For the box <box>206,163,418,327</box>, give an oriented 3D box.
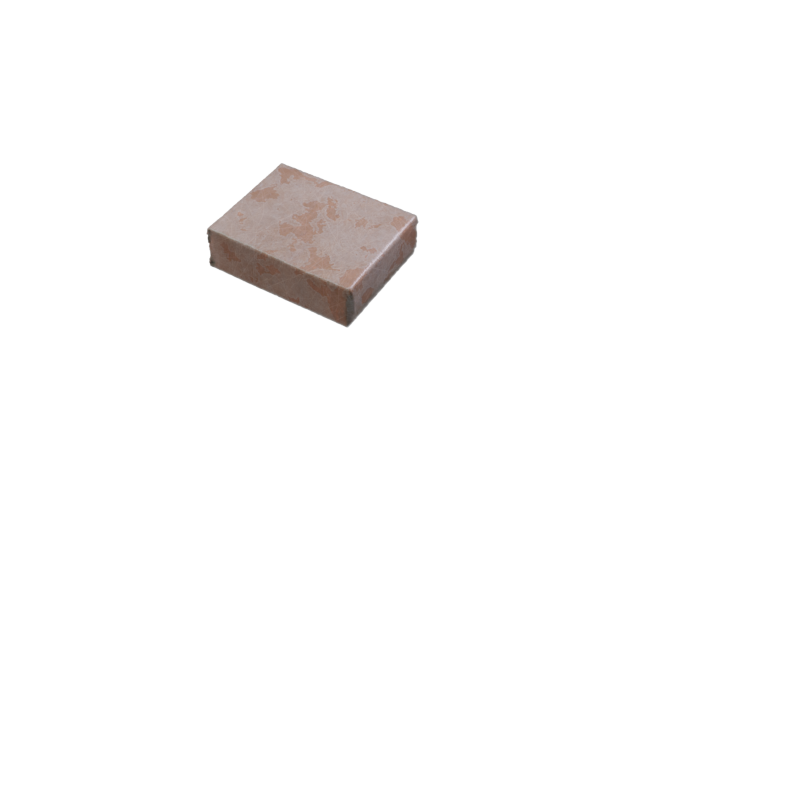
[{"bbox_3d":[-0.058,-0.106,0.739,0.119,0.036,0.092,22,47,22],"label":"box"}]
